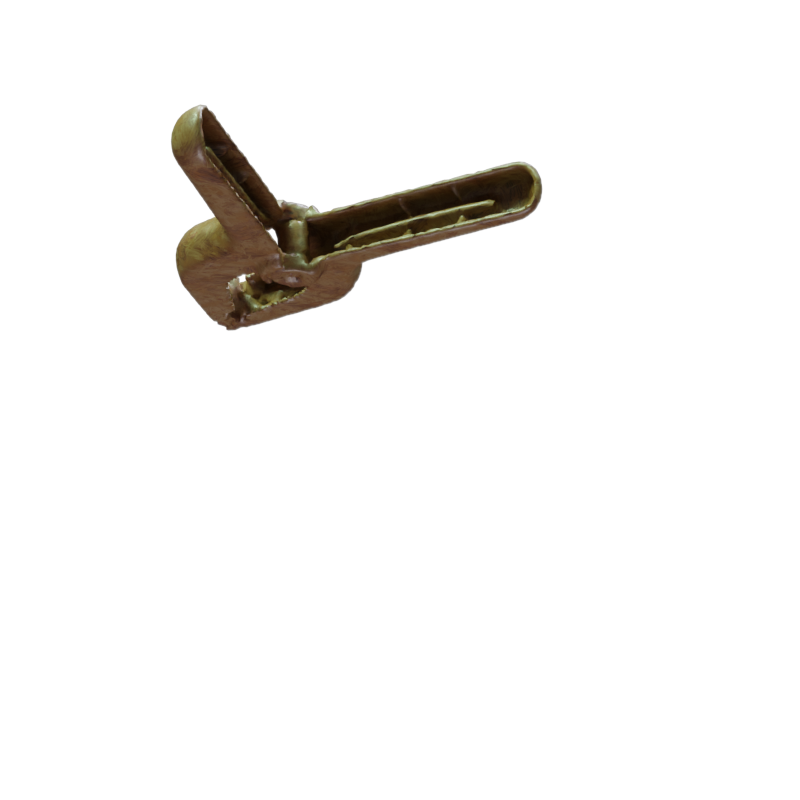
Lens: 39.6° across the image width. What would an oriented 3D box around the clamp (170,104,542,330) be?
[{"bbox_3d":[-0.042,-0.076,0.535,0.161,0.038,0.206,5,-16,-17],"label":"clamp"}]
